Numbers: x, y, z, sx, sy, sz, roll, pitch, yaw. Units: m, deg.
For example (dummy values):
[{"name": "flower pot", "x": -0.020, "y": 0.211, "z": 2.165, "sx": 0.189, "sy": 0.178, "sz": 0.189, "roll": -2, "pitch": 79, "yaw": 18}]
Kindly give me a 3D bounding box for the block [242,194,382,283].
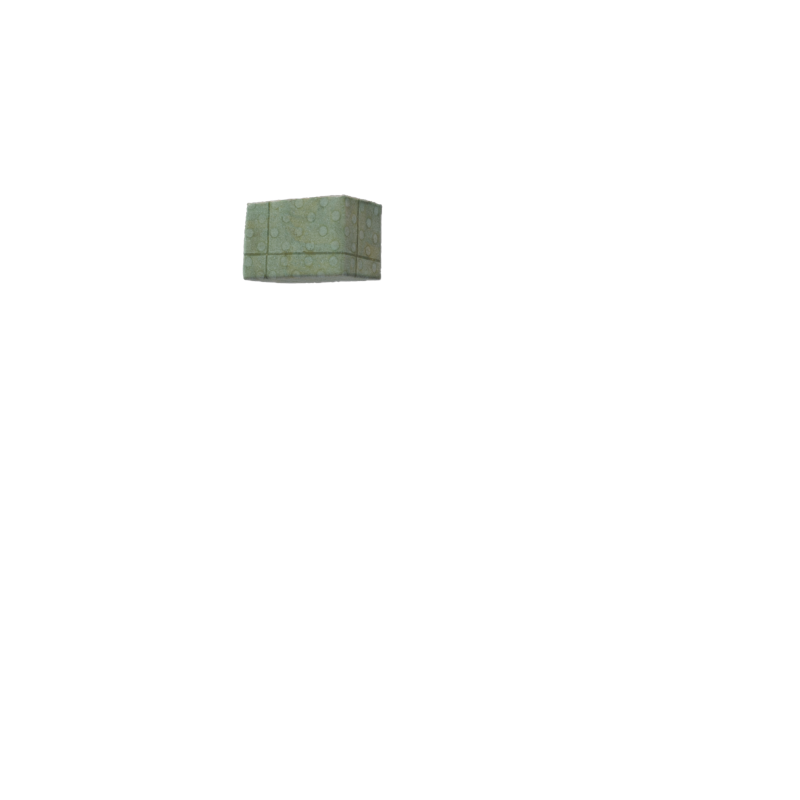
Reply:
[{"name": "block", "x": -0.057, "y": -0.104, "z": 0.728, "sx": 0.080, "sy": 0.052, "sz": 0.051, "roll": 0, "pitch": -2, "yaw": 30}]
